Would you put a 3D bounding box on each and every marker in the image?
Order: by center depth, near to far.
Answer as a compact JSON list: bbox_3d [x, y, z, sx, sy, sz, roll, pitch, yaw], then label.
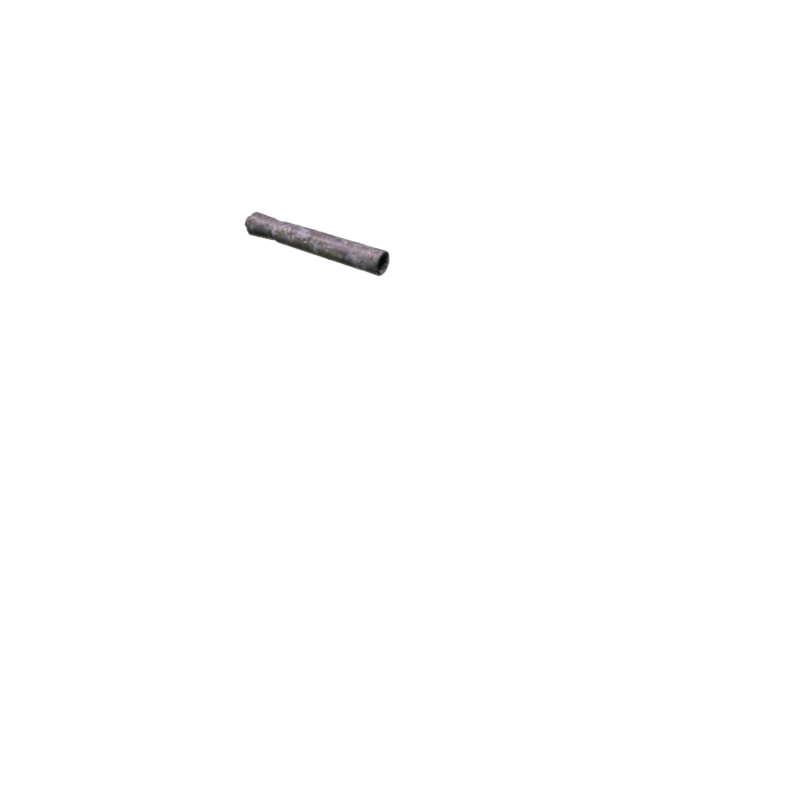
[{"bbox_3d":[-0.064,-0.116,0.816,0.127,0.019,0.019,21,13,29],"label":"marker"}]
